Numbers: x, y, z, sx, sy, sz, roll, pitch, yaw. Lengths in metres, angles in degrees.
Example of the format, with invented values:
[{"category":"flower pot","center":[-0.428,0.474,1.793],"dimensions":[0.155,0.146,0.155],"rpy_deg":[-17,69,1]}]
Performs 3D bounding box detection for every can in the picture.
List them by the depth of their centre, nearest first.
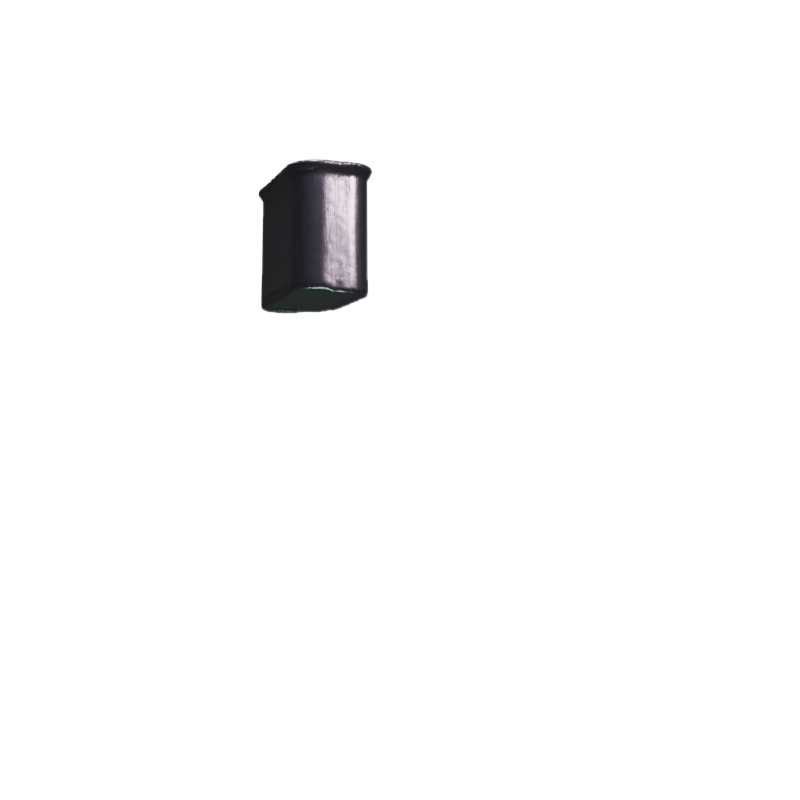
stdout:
[{"category":"can","center":[-0.058,-0.105,0.738],"dimensions":[0.056,0.086,0.102],"rpy_deg":[3,-8,-22]}]
